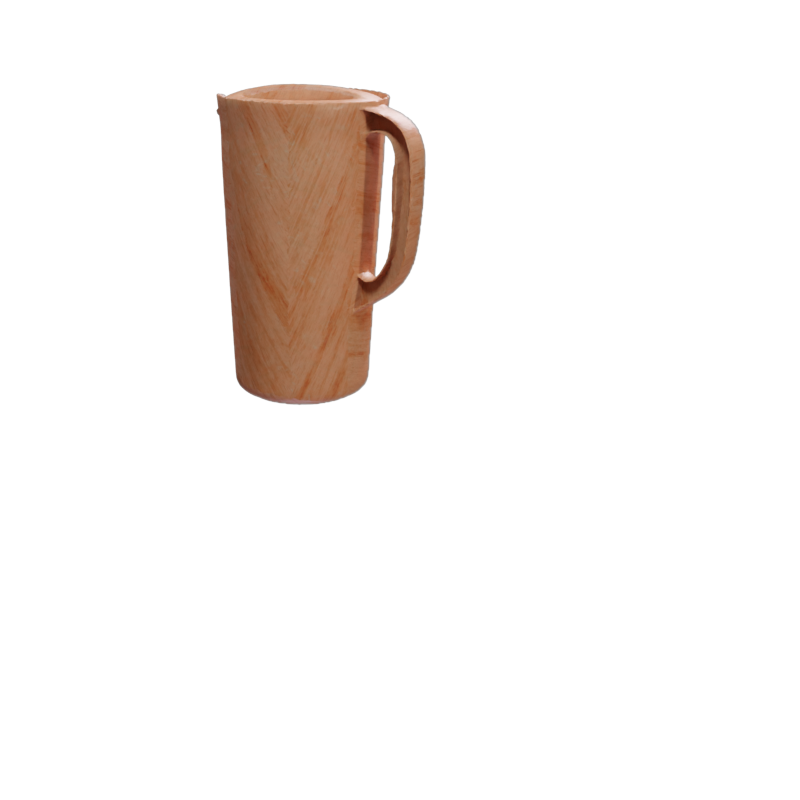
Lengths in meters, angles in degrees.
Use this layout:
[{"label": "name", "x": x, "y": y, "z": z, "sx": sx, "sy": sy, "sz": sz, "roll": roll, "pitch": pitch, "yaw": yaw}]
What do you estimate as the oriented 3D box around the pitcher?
[{"label": "pitcher", "x": -0.068, "y": -0.124, "z": 0.866, "sx": 0.143, "sy": 0.235, "sz": 0.156, "roll": -2, "pitch": 16, "yaw": -11}]
